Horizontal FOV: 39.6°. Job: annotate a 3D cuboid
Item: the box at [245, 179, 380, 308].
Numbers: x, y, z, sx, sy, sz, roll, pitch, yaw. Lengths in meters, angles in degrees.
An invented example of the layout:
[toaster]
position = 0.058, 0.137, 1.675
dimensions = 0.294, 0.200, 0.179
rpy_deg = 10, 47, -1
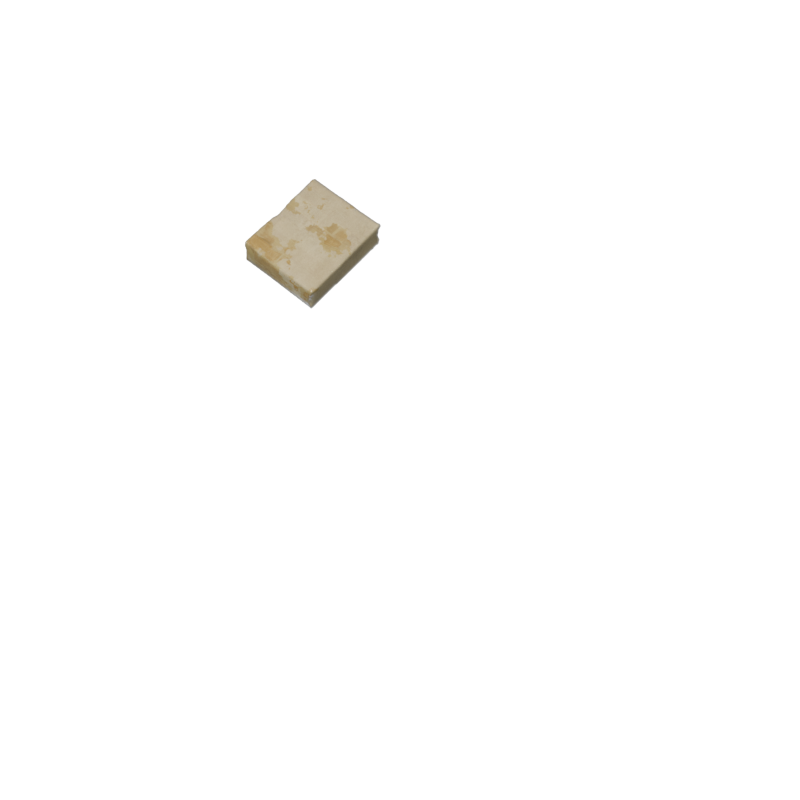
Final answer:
[box]
position = -0.071, -0.130, 0.910
dimensions = 0.077, 0.091, 0.028
rpy_deg = 36, -25, 19
